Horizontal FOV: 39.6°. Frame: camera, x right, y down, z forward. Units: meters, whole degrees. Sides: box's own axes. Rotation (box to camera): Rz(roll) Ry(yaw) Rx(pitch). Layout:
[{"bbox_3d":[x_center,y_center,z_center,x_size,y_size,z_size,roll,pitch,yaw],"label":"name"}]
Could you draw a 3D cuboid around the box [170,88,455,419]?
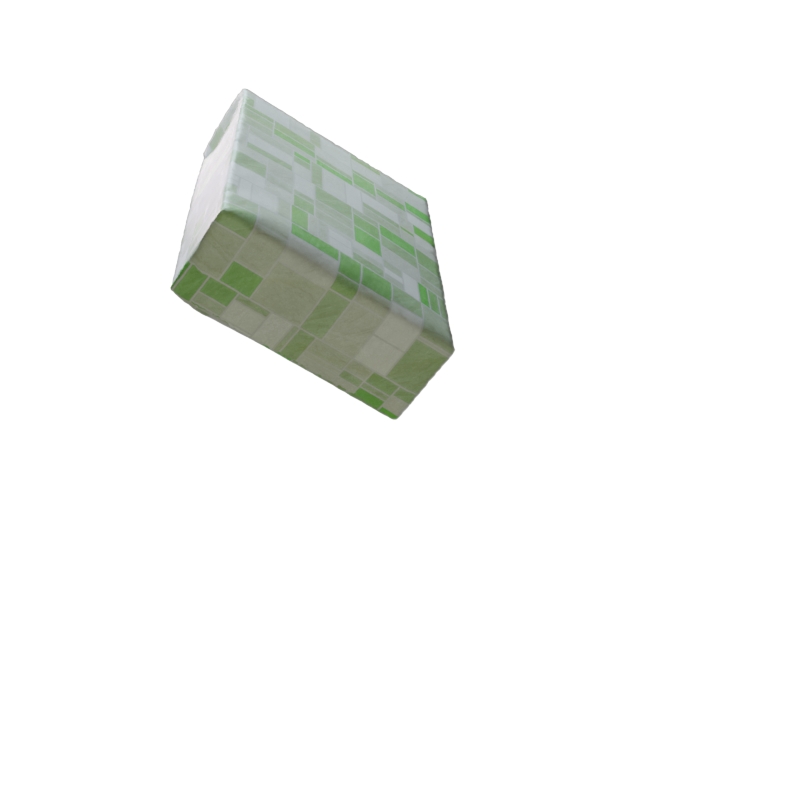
[{"bbox_3d":[-0.057,-0.104,0.732,0.158,0.070,0.227,28,26,-18],"label":"box"}]
